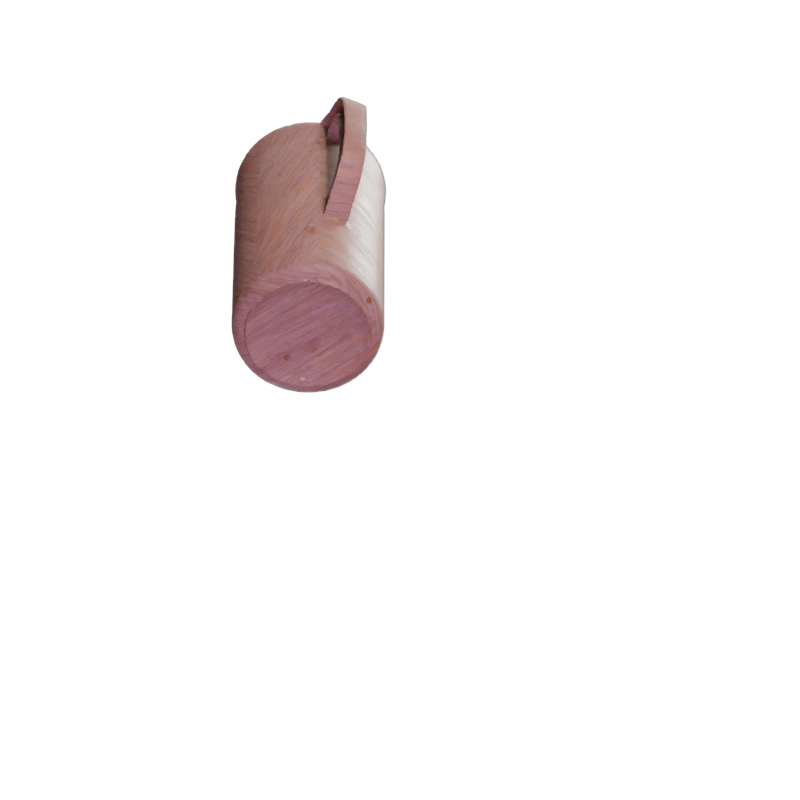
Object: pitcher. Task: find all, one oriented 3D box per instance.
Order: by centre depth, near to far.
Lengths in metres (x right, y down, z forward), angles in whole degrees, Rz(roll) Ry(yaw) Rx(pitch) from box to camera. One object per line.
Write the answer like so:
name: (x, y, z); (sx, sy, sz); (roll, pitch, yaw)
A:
pitcher: (-0.068, -0.125, 0.872); (0.145, 0.139, 0.259); (-20, 31, 9)
